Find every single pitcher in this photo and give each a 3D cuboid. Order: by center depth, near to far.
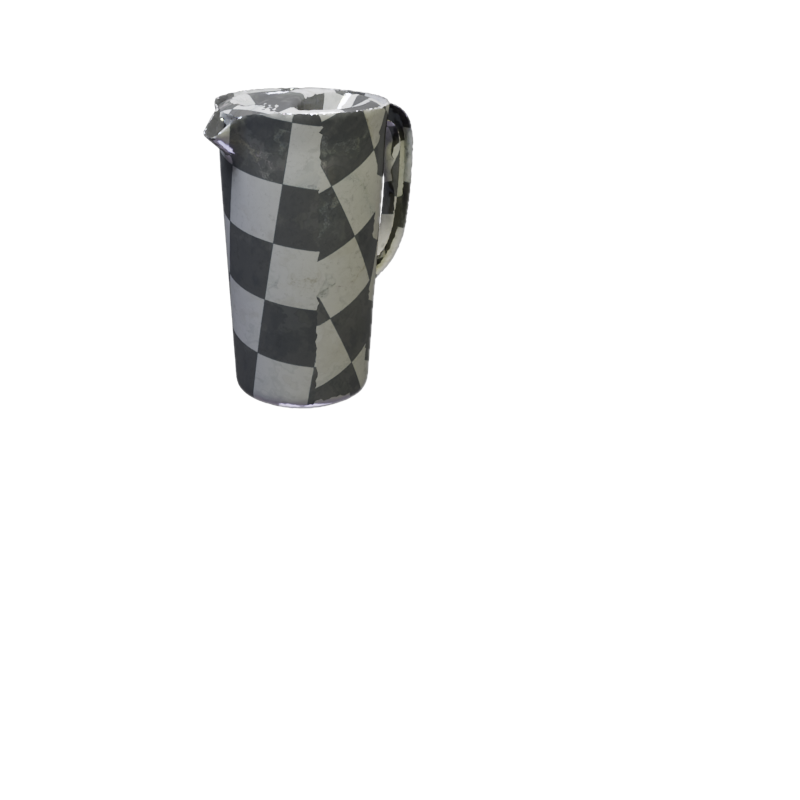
[{"bbox_3d":[-0.069,-0.126,0.881,0.150,0.233,0.150,3,19,5],"label":"pitcher"}]
